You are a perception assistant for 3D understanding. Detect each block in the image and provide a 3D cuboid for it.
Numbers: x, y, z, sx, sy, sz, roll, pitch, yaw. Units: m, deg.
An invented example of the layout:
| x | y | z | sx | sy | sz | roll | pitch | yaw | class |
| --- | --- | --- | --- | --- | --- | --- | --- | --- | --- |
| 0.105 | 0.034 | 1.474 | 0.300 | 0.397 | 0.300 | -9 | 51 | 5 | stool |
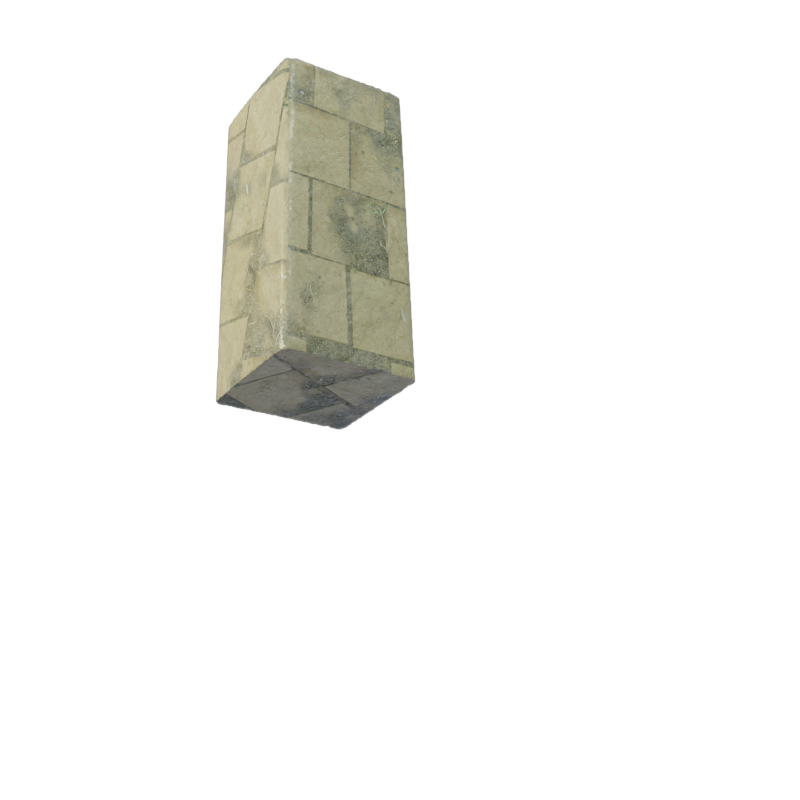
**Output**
| x | y | z | sx | sy | sz | roll | pitch | yaw | class |
| --- | --- | --- | --- | --- | --- | --- | --- | --- | --- |
| -0.055 | -0.101 | 0.702 | 0.087 | 0.219 | 0.089 | 15 | -33 | -28 | block |
